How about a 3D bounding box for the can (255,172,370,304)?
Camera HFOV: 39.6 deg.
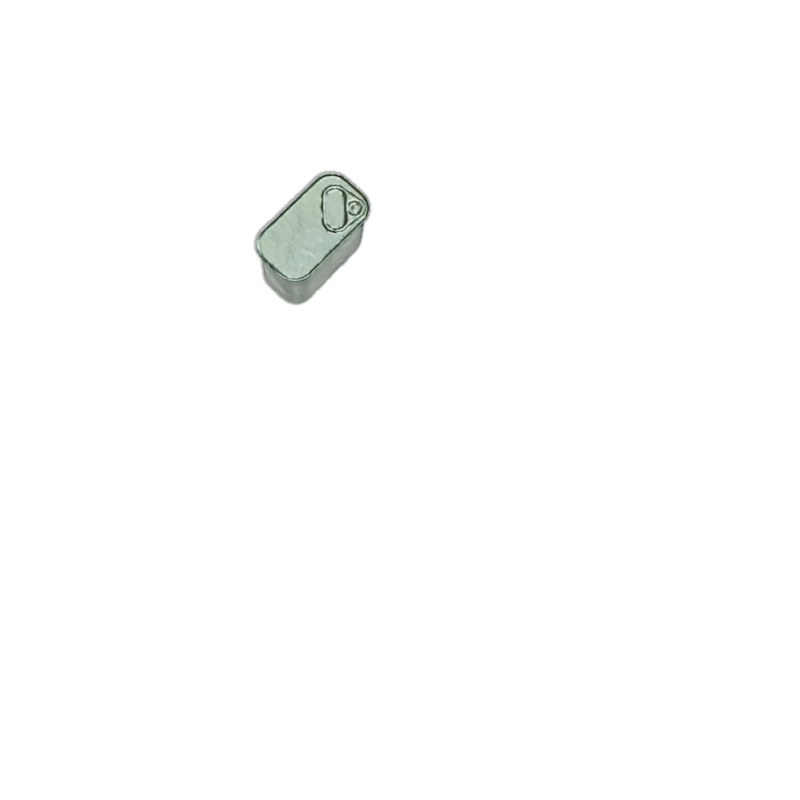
[{"bbox_3d":[-0.075,-0.138,0.963,0.059,0.103,0.081,42,-13,7],"label":"can"}]
